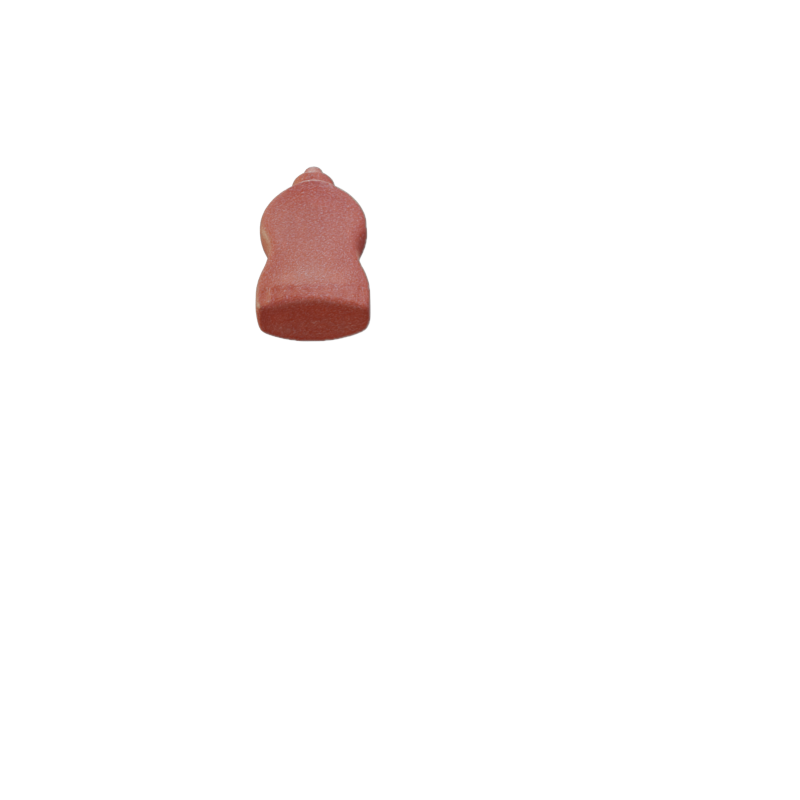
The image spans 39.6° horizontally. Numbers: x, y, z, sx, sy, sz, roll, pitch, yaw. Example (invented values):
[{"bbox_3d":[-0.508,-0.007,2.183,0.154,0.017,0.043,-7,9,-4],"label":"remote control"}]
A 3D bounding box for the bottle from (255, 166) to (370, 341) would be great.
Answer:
[{"bbox_3d":[-0.077,-0.140,0.985,0.096,0.206,0.054,-4,-42,0],"label":"bottle"}]
